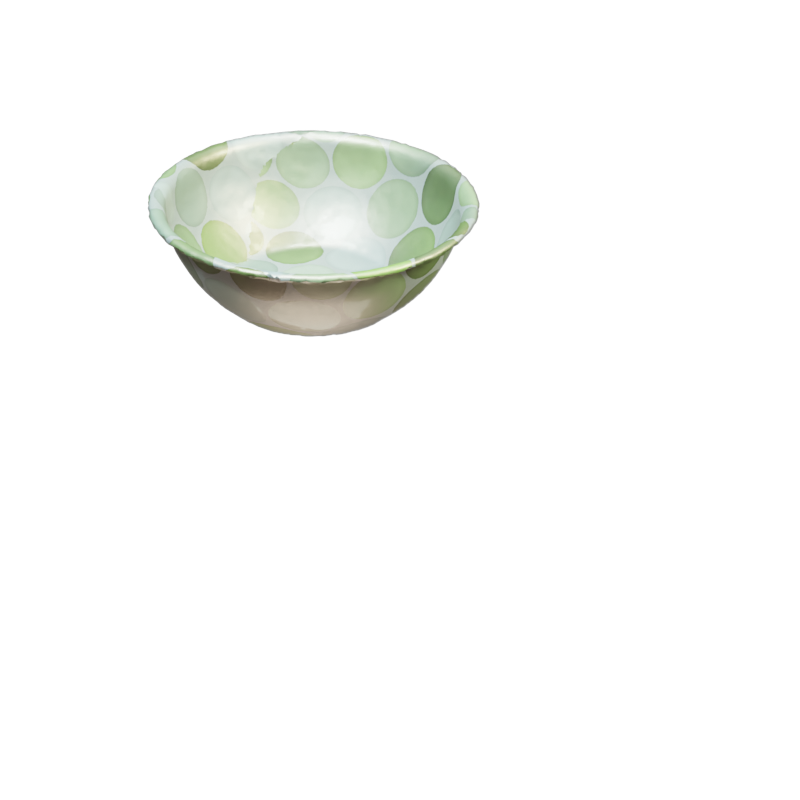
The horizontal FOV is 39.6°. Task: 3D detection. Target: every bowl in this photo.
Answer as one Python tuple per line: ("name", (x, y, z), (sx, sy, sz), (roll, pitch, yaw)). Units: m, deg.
("bowl", (-0.043, -0.079, 0.555), (0.162, 0.052, 0.173), (-1, 34, -2))
